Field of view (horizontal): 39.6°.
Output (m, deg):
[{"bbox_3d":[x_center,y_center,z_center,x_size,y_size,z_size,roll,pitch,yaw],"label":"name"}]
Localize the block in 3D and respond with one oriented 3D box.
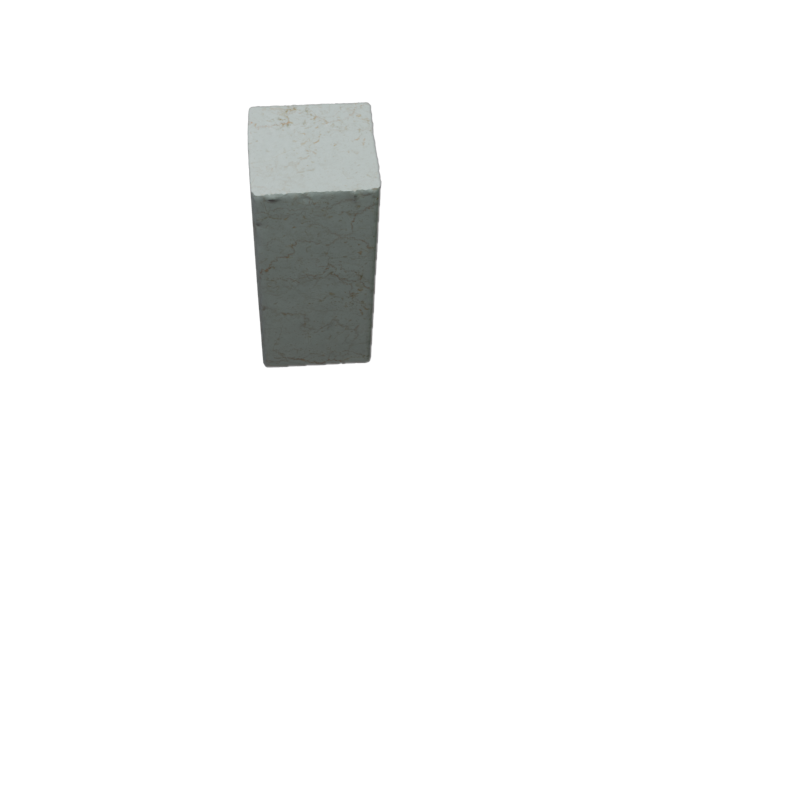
[{"bbox_3d":[-0.067,-0.121,0.848,0.090,0.097,0.192,-2,-36,-5],"label":"block"}]
